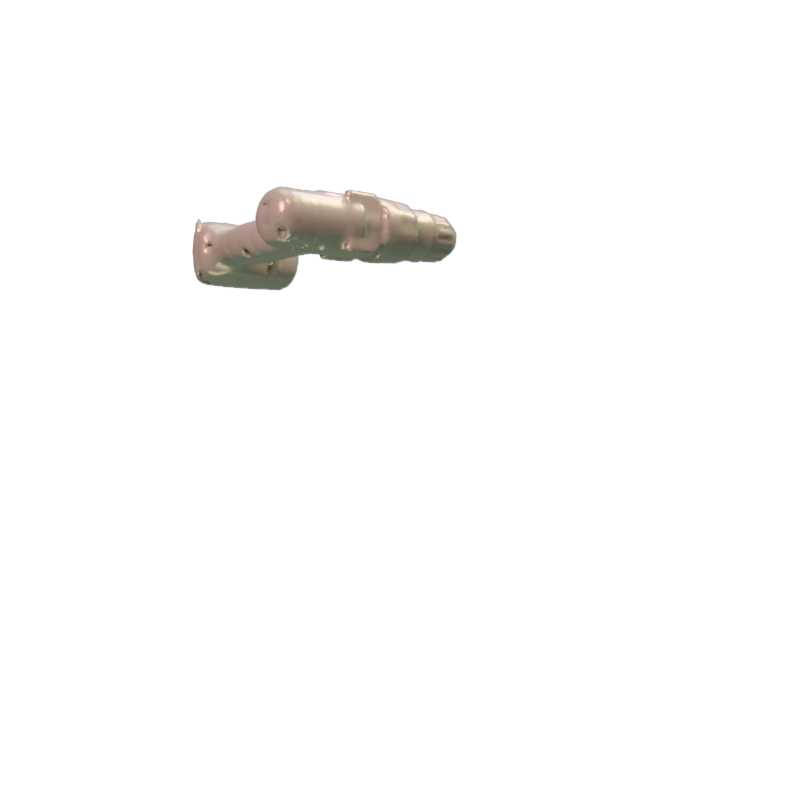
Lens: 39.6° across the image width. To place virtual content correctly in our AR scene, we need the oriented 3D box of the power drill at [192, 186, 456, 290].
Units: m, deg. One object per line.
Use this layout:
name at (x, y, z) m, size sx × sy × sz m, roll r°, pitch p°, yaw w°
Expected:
power drill at (-0.072, -0.132, 0.925) m, size 0.176 × 0.059 × 0.192 m, roll 5°, pitch -8°, yaw -37°
